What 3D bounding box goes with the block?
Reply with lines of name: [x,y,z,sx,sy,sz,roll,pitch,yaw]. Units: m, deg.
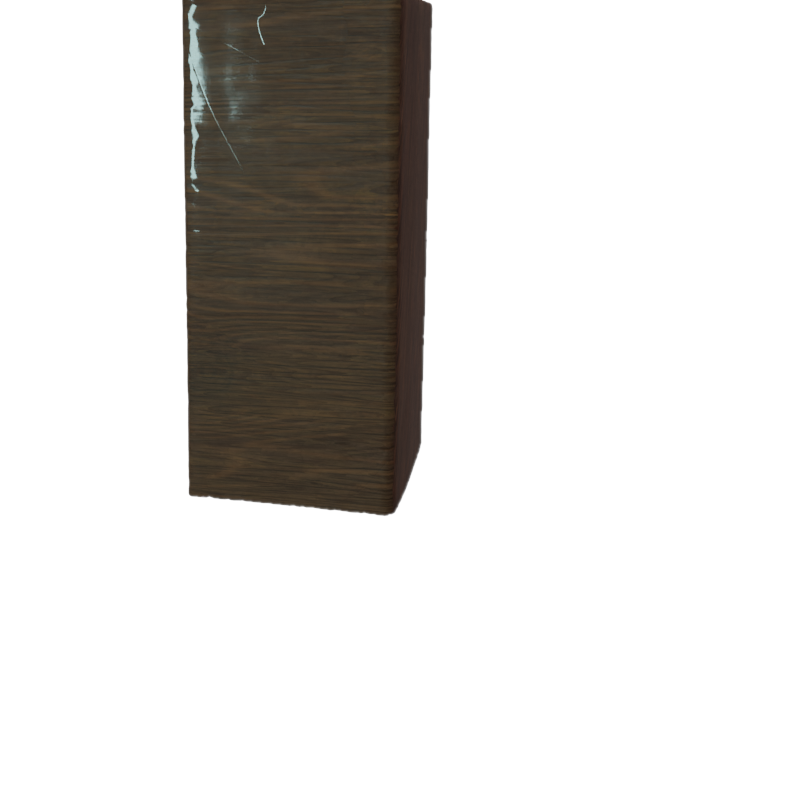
block: [-0.037,-0.069,0.480,0.092,0.201,0.091,3,12,11]
